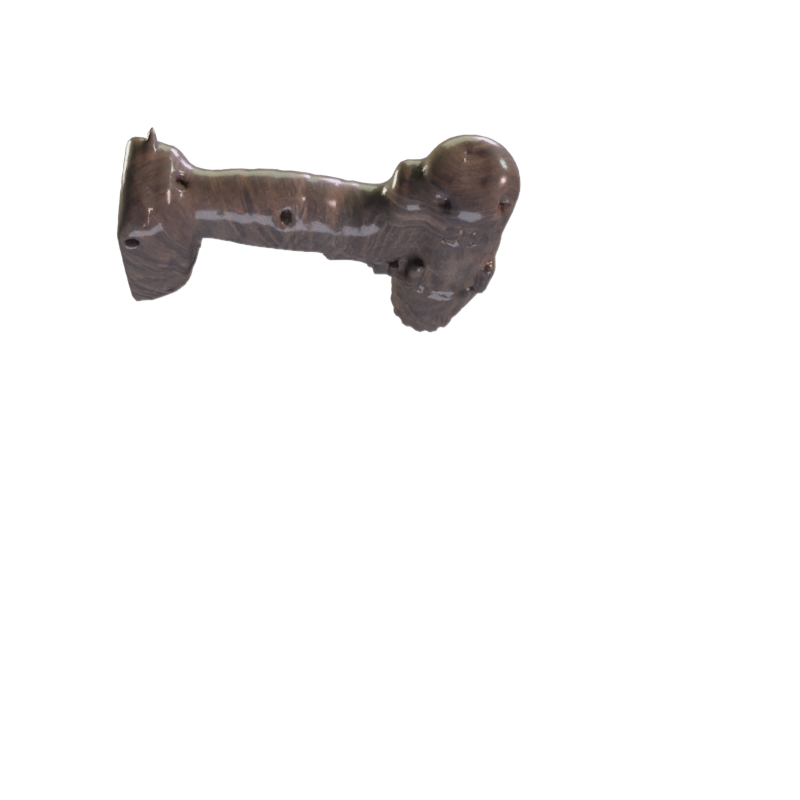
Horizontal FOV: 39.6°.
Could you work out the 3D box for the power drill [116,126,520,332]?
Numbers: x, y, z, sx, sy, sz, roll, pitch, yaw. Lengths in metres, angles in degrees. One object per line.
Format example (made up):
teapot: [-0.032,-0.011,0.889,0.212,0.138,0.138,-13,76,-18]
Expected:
power drill: [-0.044,-0.081,0.565,0.187,0.060,0.177,1,-18,-5]
